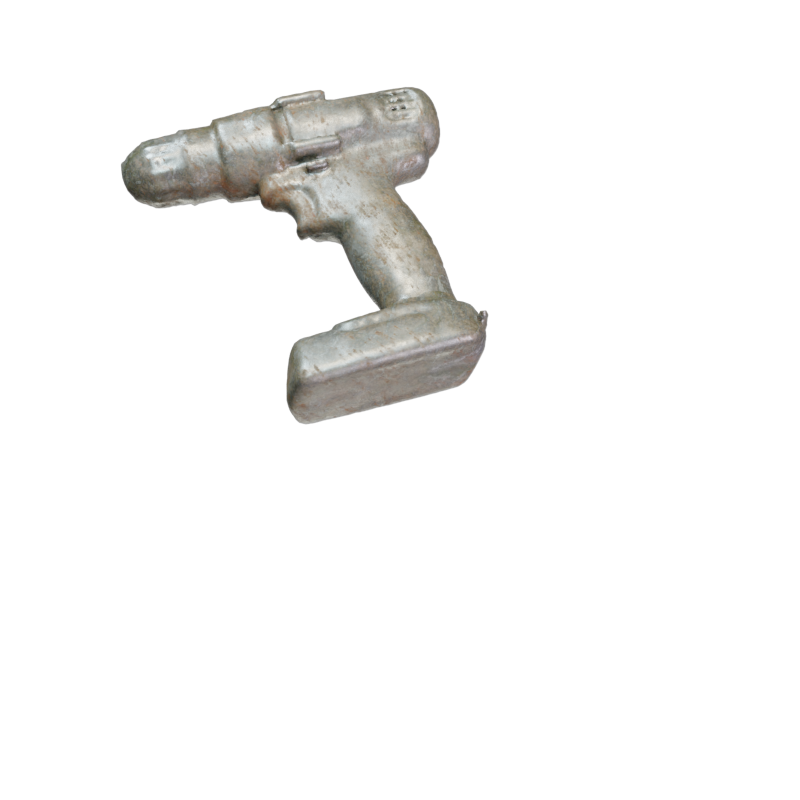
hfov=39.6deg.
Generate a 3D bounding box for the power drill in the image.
[{"bbox_3d":[-0.047,-0.086,0.599,0.183,0.201,0.054,-14,-30,-9],"label":"power drill"}]
